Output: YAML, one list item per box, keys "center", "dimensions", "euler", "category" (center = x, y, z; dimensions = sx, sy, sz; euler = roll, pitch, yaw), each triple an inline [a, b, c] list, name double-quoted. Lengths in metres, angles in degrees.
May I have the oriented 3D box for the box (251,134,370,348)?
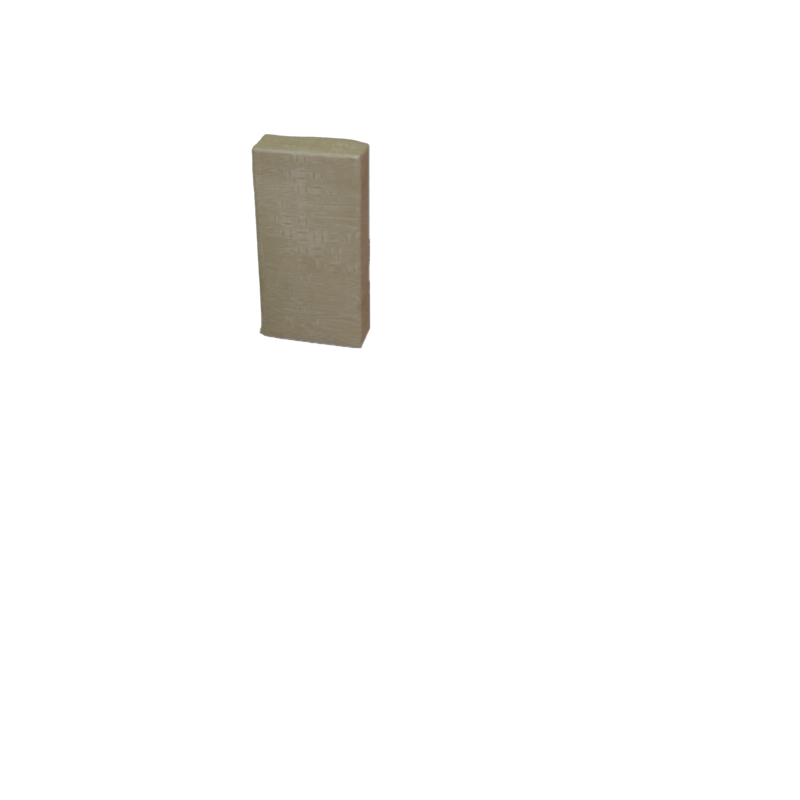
- center: [-0.073, -0.133, 0.934]
  dimensions: [0.095, 0.167, 0.050]
  euler: [7, 25, 12]
  category: "box"
